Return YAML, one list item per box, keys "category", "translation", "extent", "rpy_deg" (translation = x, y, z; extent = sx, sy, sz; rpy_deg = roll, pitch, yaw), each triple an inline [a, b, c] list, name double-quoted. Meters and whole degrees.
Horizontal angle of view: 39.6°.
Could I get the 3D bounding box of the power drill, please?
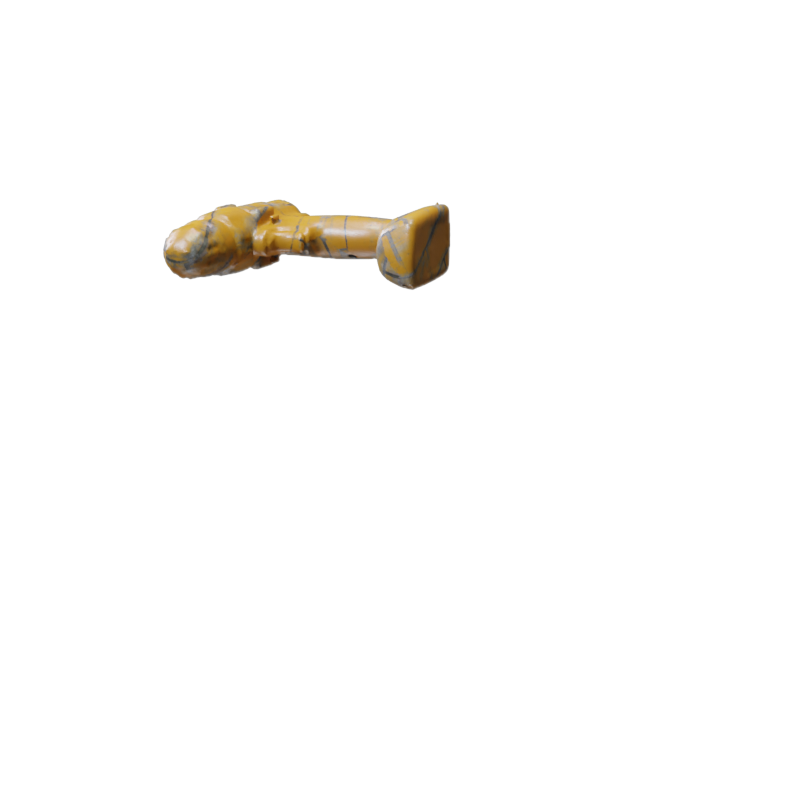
- category: "power drill"
  translation: [-0.067, -0.122, 0.853]
  extent: [0.194, 0.055, 0.185]
  rpy_deg: [7, 19, 21]
